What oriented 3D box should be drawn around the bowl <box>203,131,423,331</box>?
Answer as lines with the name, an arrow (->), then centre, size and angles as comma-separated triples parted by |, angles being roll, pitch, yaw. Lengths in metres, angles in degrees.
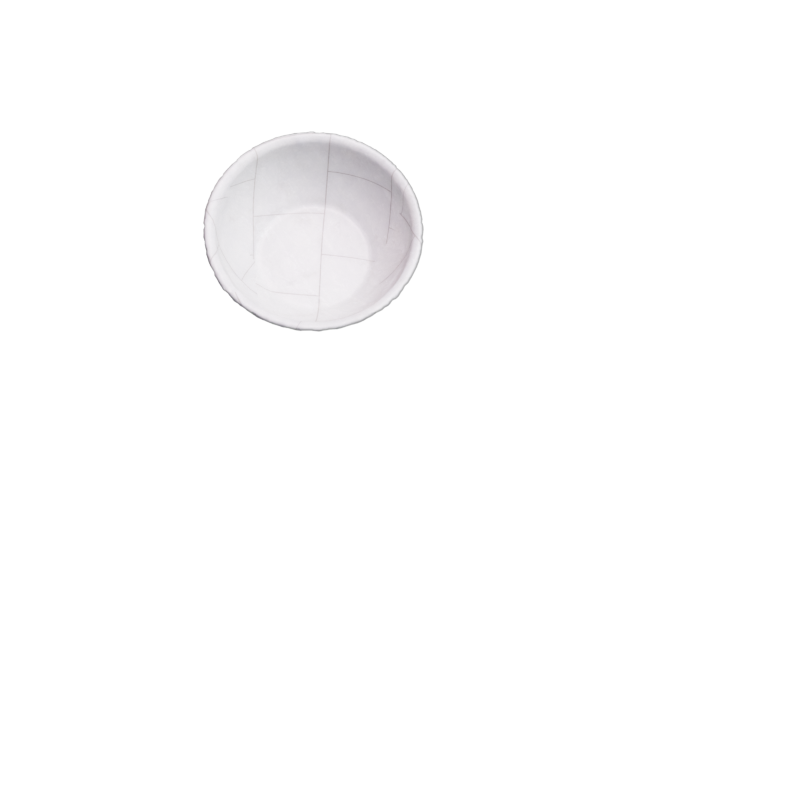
bowl -> -0.065, -0.119, 0.833 | 0.162, 0.171, 0.052 | -1, -23, -1
